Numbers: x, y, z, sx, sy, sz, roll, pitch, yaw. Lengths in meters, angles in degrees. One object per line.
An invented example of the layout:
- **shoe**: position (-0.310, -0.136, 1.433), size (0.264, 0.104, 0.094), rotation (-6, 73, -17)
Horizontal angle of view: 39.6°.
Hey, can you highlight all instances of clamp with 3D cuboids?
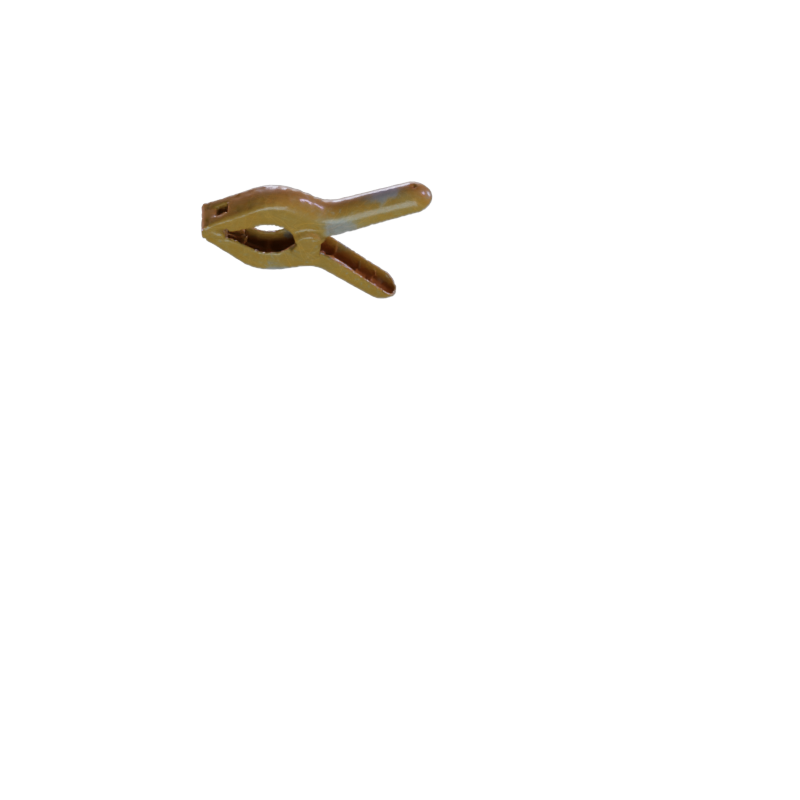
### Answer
- **clamp**: position (-0.067, -0.122, 0.853), size (0.171, 0.112, 0.042), rotation (2, 45, -3)
